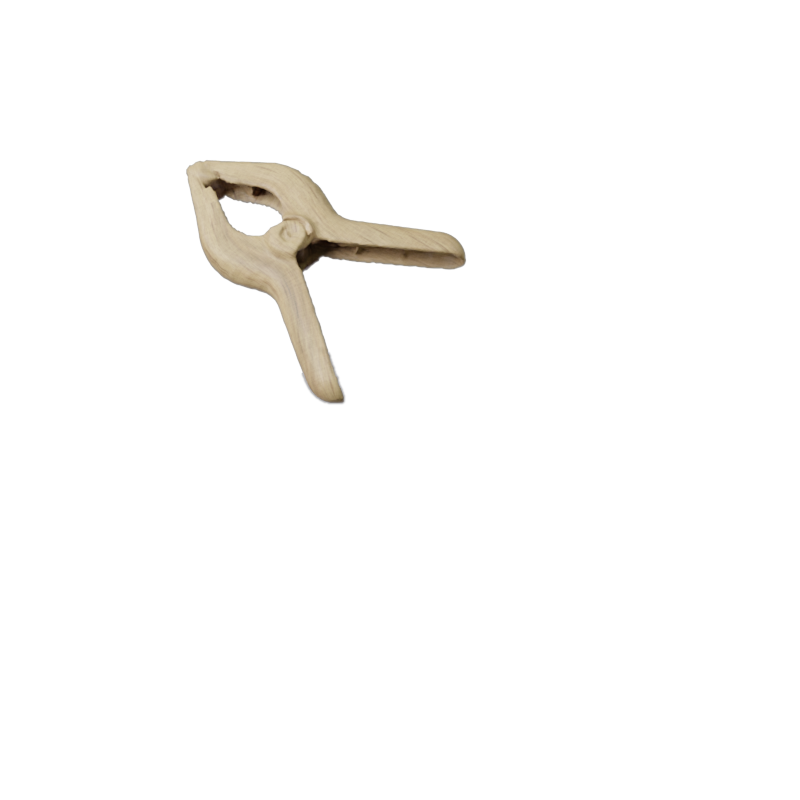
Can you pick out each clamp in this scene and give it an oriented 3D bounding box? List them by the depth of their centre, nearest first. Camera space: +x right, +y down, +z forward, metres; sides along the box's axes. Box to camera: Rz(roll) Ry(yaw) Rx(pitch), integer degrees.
[{"bbox_3d":[-0.051,-0.092,0.646,0.121,0.181,0.037,-37,-22,-18],"label":"clamp"}]
